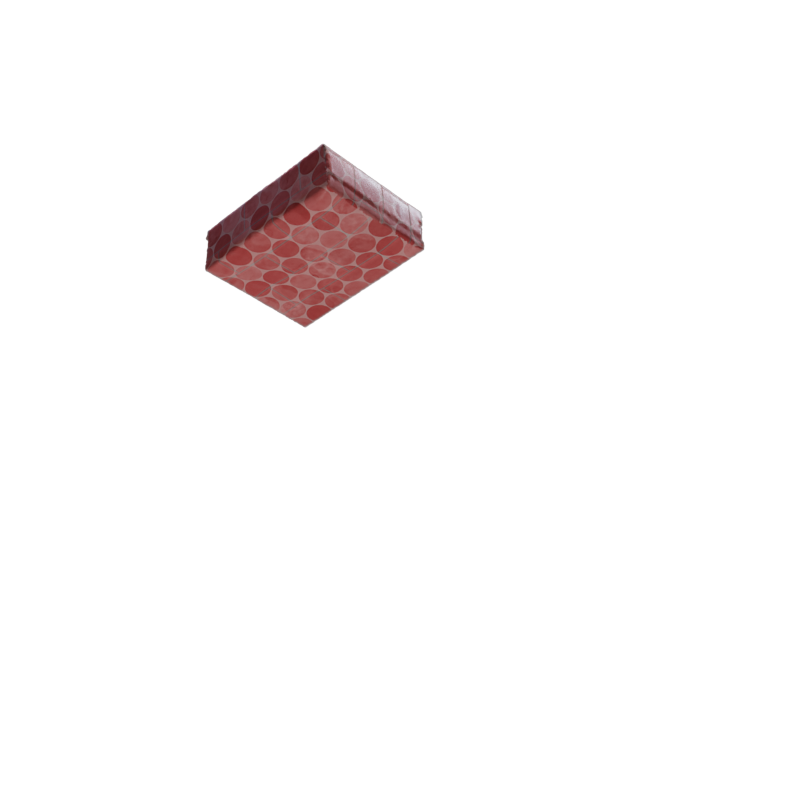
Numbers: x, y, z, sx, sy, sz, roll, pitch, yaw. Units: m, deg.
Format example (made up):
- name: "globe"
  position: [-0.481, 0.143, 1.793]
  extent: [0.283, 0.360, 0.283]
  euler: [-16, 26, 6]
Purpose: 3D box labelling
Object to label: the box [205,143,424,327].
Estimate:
- name: "box"
  position: [-0.055, -0.101, 0.705]
  extent: [0.113, 0.042, 0.084]
  euler: [-29, -44, 34]
